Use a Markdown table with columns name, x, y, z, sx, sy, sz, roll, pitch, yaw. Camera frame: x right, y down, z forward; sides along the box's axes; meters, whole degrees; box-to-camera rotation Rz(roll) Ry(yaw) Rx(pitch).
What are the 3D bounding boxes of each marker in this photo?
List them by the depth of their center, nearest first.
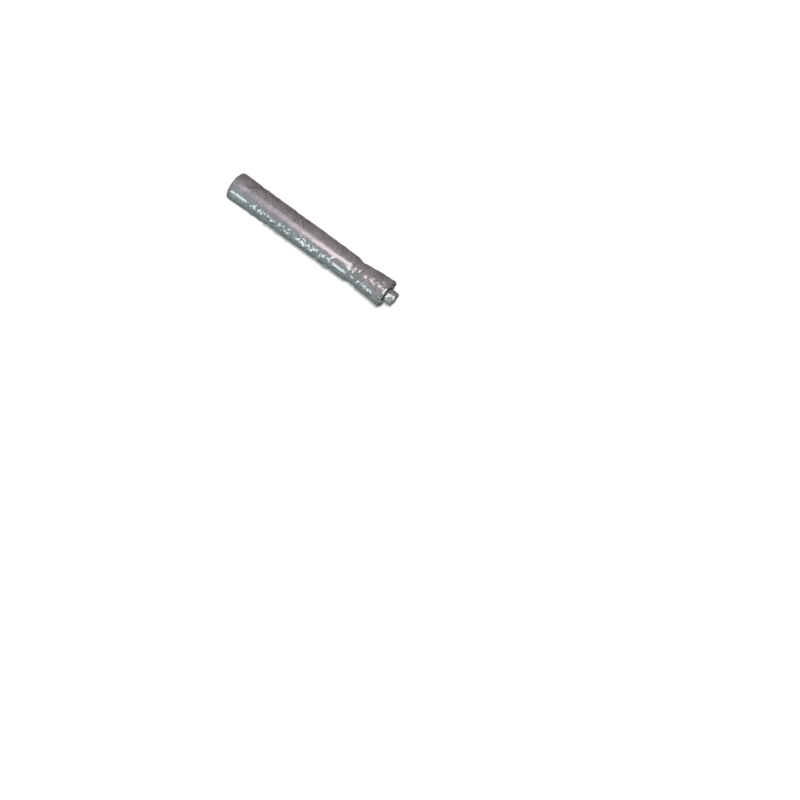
| name | x | y | z | sx | sy | sz | roll | pitch | yaw |
| --- | --- | --- | --- | --- | --- | --- | --- | --- | --- |
| marker | -0.052 | -0.094 | 0.660 | 0.125 | 0.019 | 0.019 | 37 | 12 | 14 |
